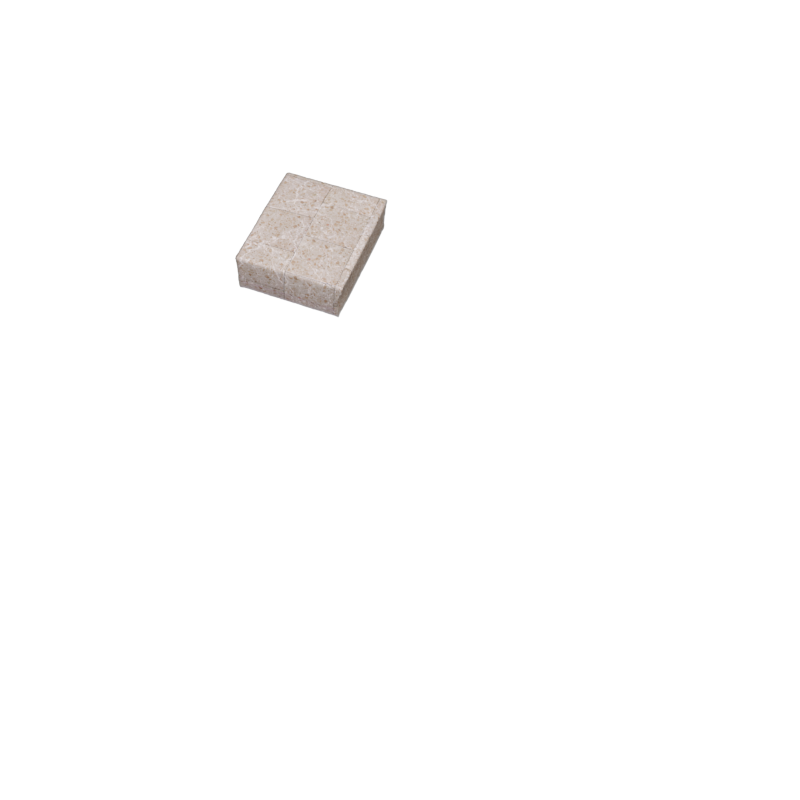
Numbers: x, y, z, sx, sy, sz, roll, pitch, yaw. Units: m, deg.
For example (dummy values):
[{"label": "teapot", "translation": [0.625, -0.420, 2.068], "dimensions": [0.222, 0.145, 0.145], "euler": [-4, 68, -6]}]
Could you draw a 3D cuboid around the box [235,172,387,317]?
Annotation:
[{"label": "box", "translation": [-0.070, -0.128, 0.897], "dimensions": [0.092, 0.119, 0.036], "euler": [15, -38, 12]}]
